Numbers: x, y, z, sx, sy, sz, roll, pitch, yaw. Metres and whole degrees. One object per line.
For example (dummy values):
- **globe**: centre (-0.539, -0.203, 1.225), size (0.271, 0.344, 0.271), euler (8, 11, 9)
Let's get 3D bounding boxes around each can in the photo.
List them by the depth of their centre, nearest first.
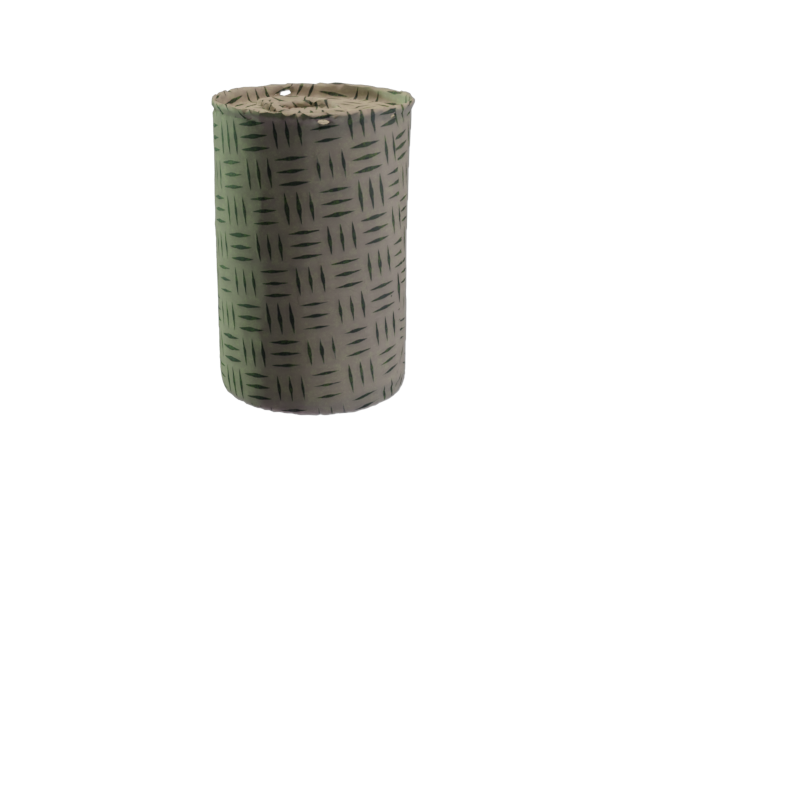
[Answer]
- **can**: centre (-0.030, -0.055, 0.384), size (0.068, 0.098, 0.072), euler (0, 19, -2)
